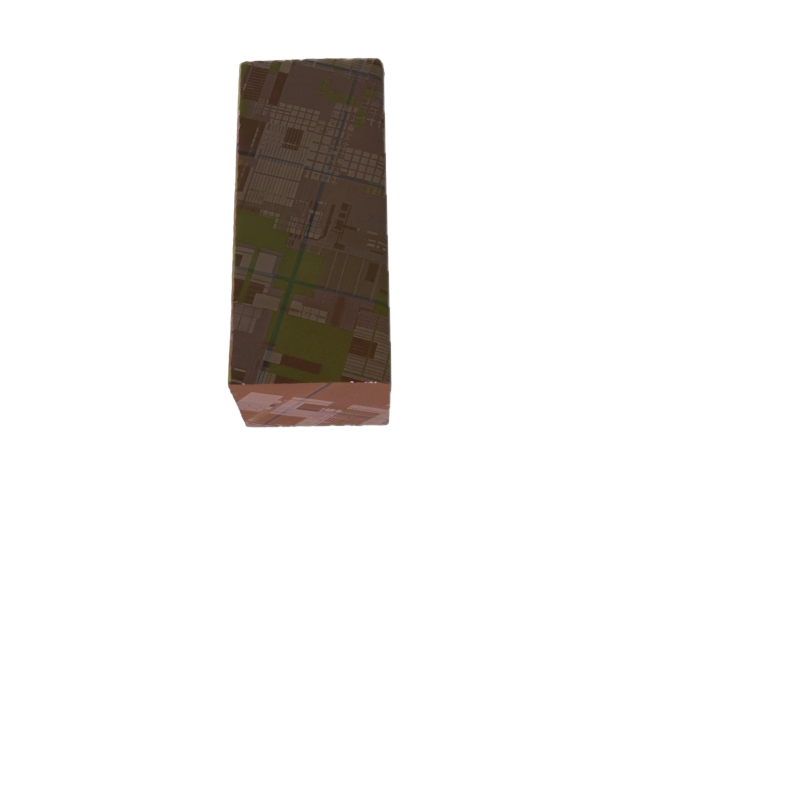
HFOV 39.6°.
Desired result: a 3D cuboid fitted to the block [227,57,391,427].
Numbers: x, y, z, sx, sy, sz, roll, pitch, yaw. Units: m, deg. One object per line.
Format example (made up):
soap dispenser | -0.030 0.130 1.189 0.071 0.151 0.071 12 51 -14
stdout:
block | -0.052 -0.096 0.674 0.090 0.217 0.086 -2 -22 0
